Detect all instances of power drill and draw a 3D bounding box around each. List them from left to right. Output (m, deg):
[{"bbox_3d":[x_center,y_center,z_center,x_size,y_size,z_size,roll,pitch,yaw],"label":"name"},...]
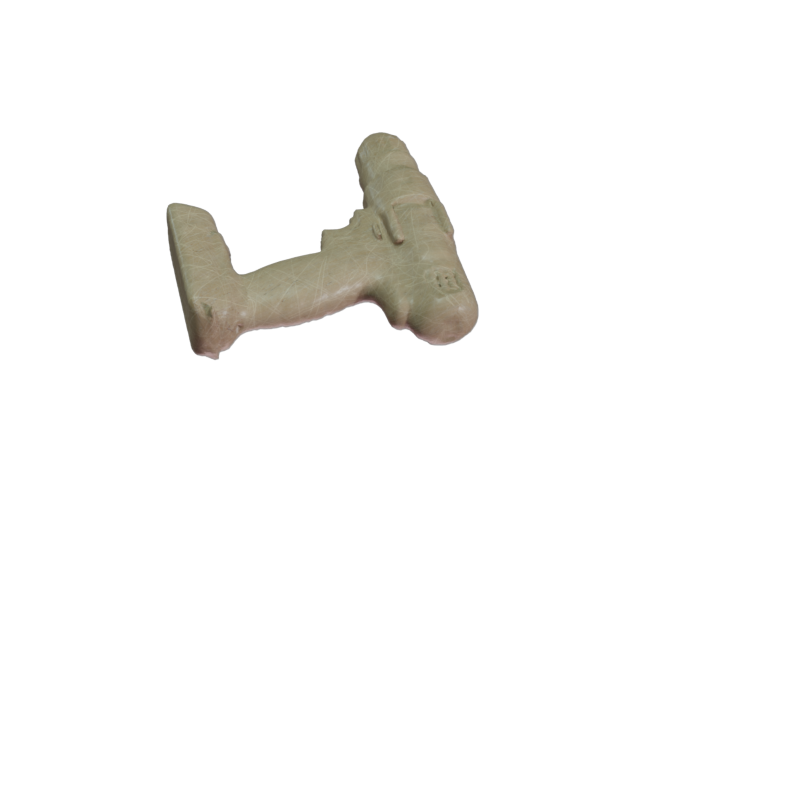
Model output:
[{"bbox_3d":[-0.058,-0.106,0.740,0.186,0.200,0.053,-11,-41,-10],"label":"power drill"}]
